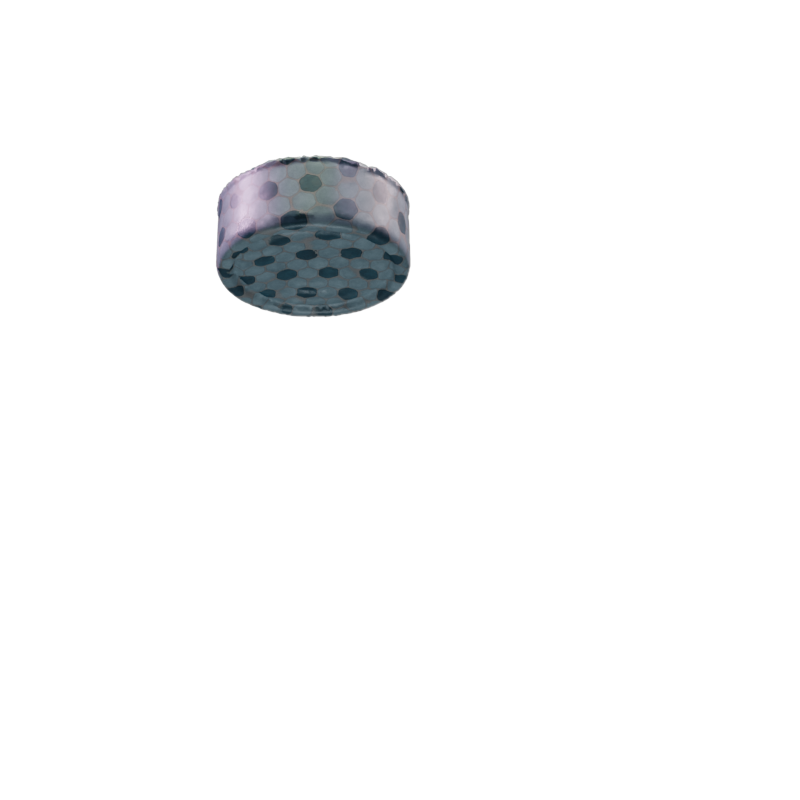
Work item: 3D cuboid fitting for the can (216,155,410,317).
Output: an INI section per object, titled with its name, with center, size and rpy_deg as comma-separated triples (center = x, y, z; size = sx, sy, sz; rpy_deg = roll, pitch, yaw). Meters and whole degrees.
[can]
center = -0.038, -0.069, 0.487
size = 0.086, 0.036, 0.081
rpy_deg = 1, -25, -2
